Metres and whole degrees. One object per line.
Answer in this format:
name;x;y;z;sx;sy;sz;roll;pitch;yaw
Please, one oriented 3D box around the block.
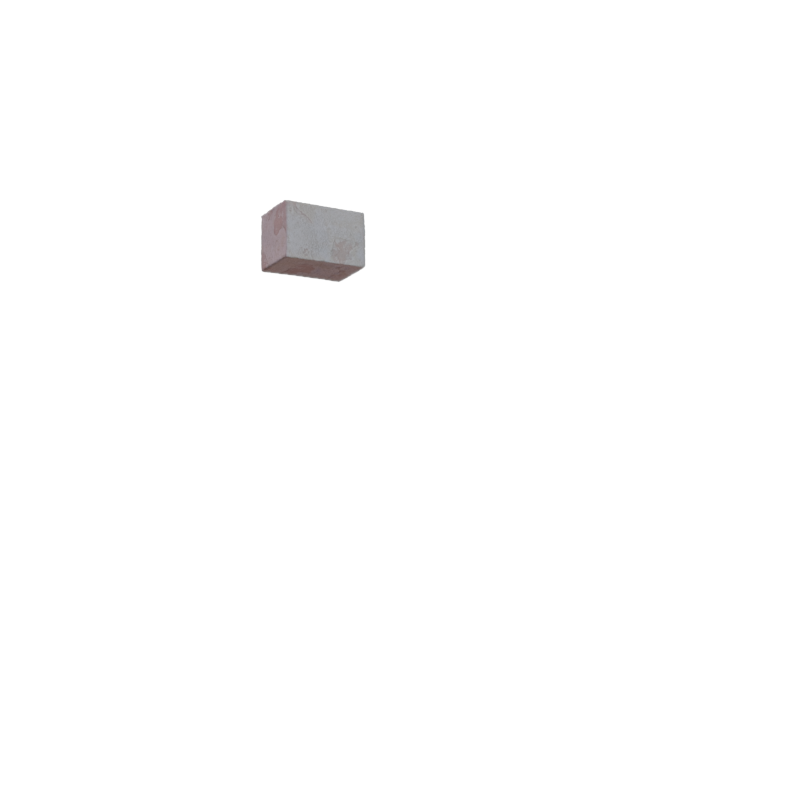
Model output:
block;-0.075;-0.137;0.960;0.075;0.053;0.053;6;-15;-28
